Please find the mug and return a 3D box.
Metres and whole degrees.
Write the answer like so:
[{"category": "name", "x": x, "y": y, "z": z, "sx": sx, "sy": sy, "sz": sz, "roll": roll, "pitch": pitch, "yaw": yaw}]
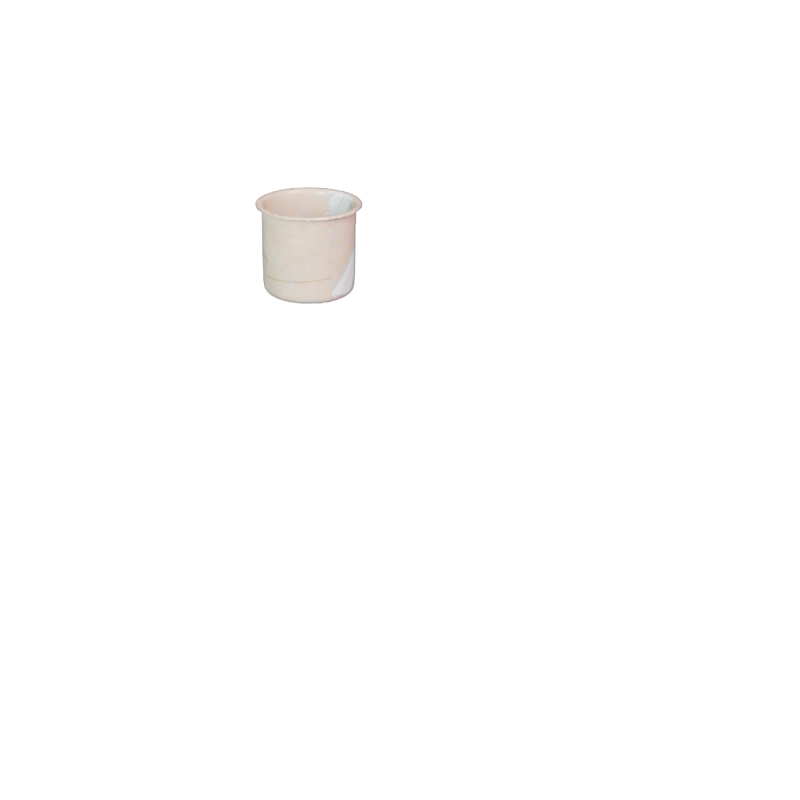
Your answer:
[{"category": "mug", "x": -0.077, "y": -0.141, "z": 0.986, "sx": 0.095, "sy": 0.078, "sz": 0.120, "roll": 7, "pitch": 25, "yaw": 14}]
